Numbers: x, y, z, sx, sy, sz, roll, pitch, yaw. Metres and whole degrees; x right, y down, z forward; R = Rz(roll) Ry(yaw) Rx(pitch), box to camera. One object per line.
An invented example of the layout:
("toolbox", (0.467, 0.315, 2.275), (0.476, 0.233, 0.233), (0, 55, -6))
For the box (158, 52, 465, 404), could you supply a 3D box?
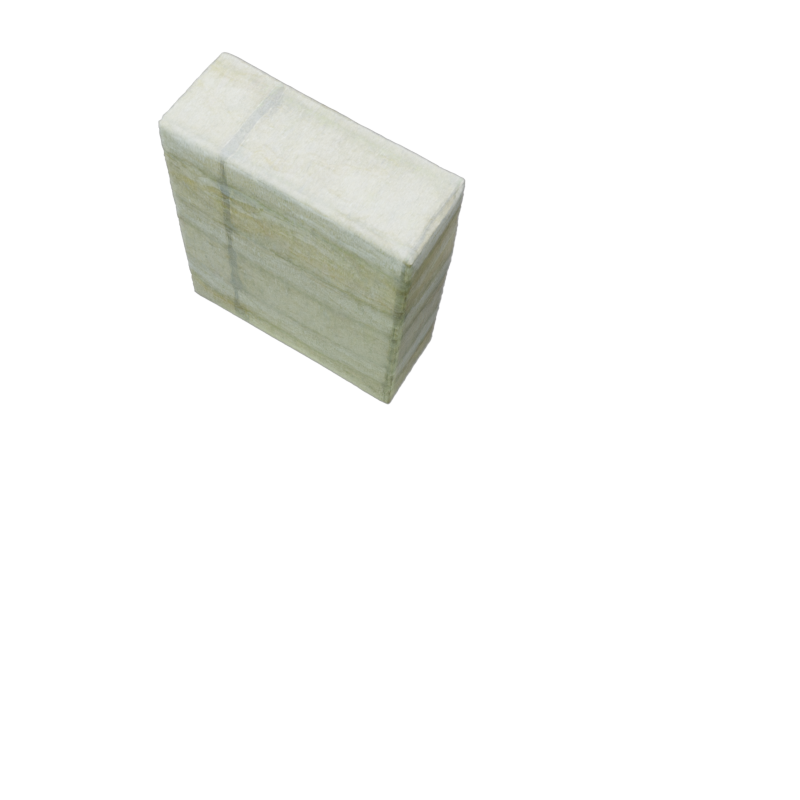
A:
("box", (-0.054, -0.099, 0.690), (0.169, 0.074, 0.202), (31, -21, 11))
